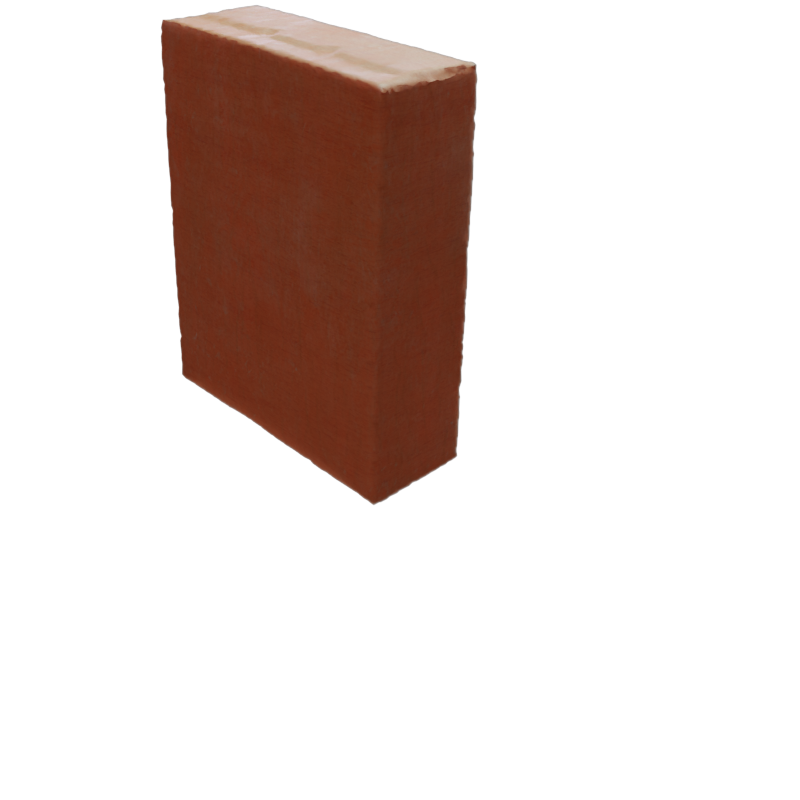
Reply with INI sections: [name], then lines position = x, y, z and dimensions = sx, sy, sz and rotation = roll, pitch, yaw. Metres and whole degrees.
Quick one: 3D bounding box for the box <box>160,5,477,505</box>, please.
[box]
position = -0.045, -0.081, 0.569
dimensions = 0.071, 0.202, 0.175
rotation = -21, 35, -38
